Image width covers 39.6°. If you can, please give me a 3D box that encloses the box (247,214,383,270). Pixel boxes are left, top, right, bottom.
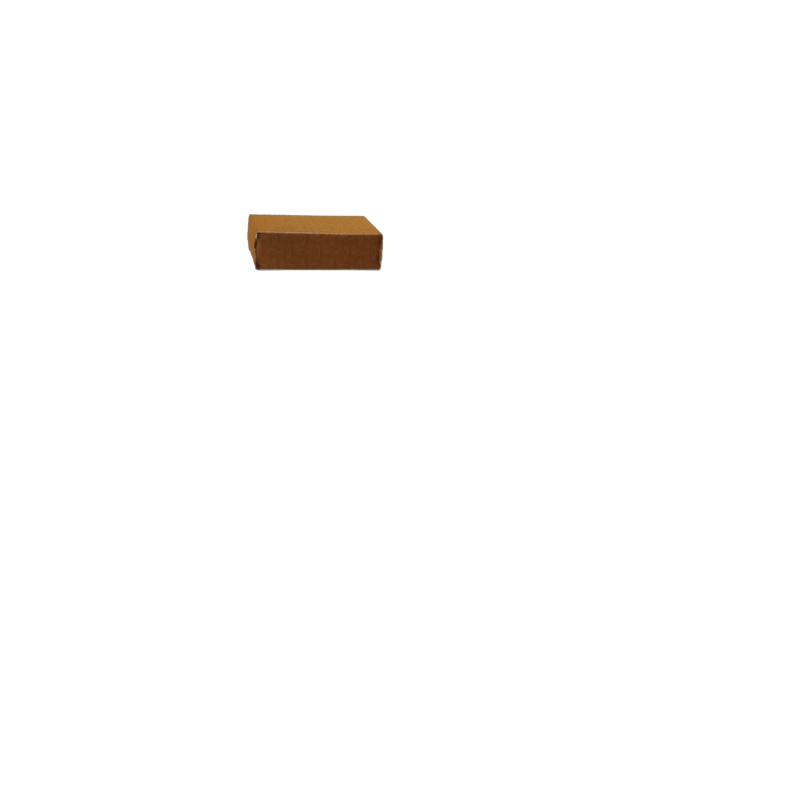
[{"bbox_3d":[-0.078,-0.141,0.991,0.112,0.038,0.094,-3,17,-9],"label":"box"}]
